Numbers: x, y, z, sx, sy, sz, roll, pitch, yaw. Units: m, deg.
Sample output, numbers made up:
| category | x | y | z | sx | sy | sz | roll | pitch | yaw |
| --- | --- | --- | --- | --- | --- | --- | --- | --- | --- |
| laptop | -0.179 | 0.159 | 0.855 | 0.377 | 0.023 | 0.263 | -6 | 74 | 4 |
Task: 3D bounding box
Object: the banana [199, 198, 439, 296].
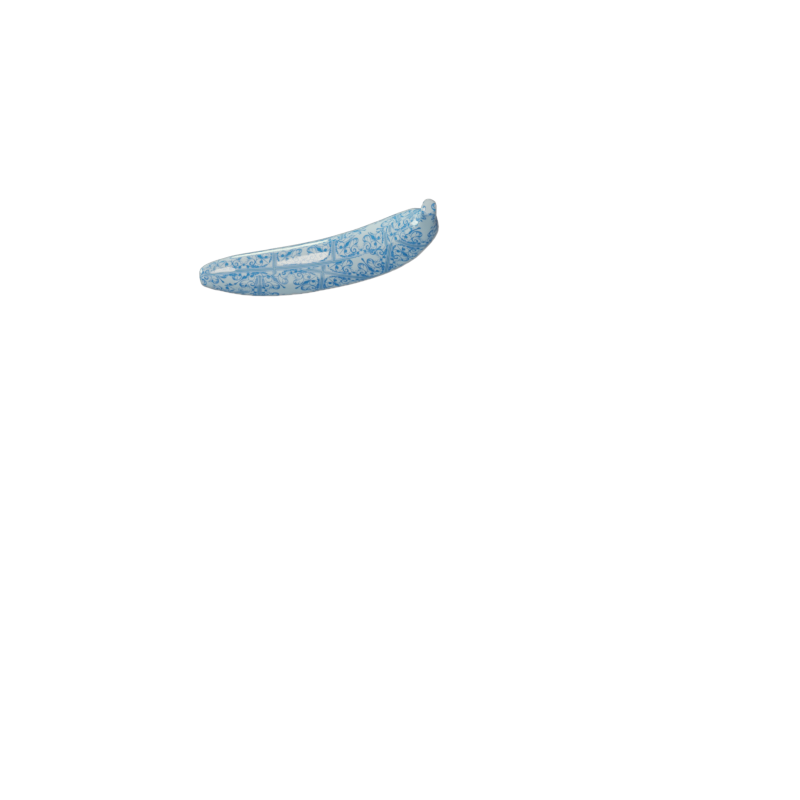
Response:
| category | x | y | z | sx | sy | sz | roll | pitch | yaw |
| --- | --- | --- | --- | --- | --- | --- | --- | --- | --- |
| banana | -0.050 | -0.107 | 0.802 | 0.200 | 0.039 | 0.064 | -14 | -30 | 27 |
